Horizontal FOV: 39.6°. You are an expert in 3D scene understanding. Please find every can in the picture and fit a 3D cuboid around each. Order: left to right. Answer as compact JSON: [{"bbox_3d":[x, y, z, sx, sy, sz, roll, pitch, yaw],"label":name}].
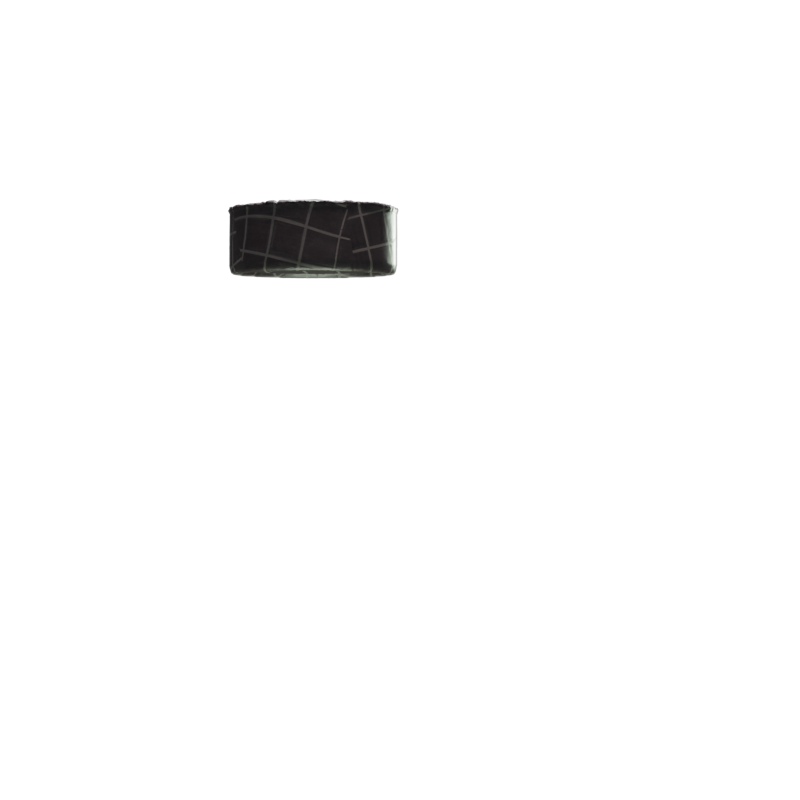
[{"bbox_3d":[-0.044,-0.080,0.558,0.086,0.034,0.086,0,3,-2],"label":"can"}]
